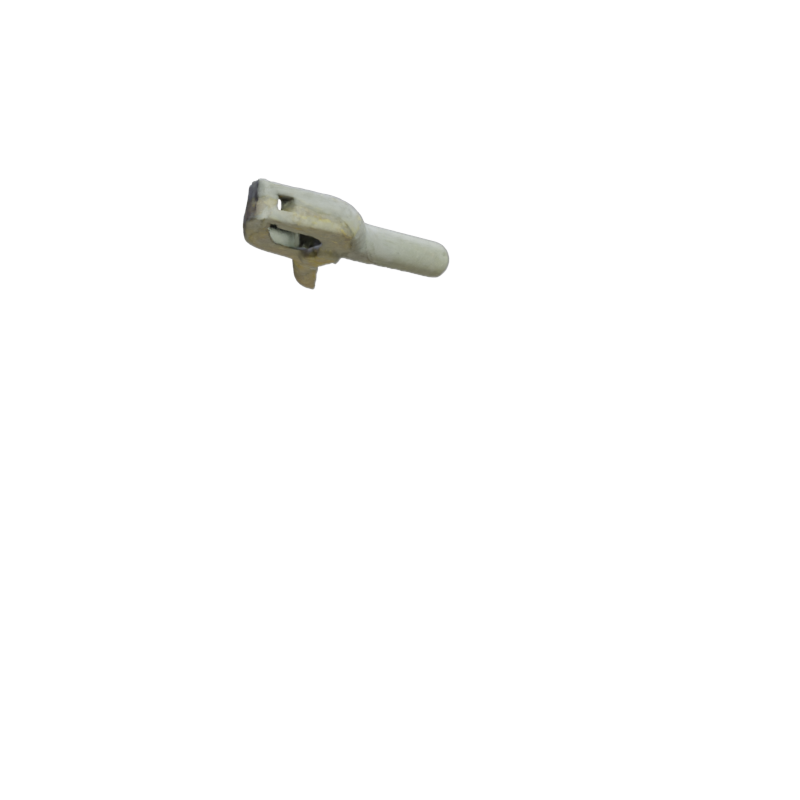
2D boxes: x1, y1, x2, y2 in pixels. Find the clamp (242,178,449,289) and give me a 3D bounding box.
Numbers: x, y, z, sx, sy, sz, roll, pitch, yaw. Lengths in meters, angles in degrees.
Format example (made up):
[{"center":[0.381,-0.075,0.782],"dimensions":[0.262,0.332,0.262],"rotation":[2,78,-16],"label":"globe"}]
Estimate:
[{"center":[-0.059,-0.107,0.751],"dimensions":[0.122,0.041,0.161],"rotation":[-12,-20,35],"label":"clamp"}]
